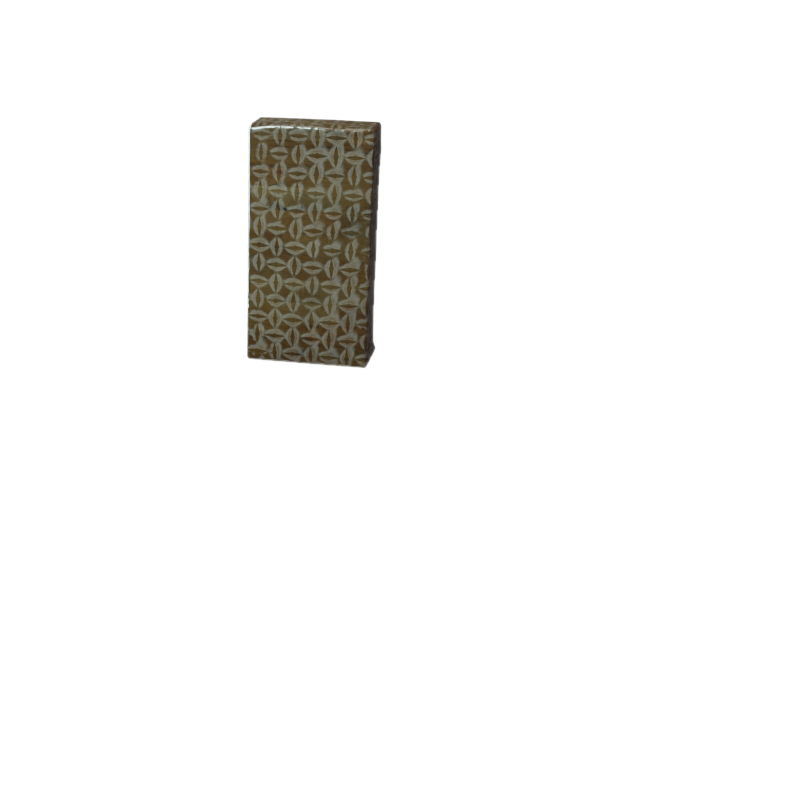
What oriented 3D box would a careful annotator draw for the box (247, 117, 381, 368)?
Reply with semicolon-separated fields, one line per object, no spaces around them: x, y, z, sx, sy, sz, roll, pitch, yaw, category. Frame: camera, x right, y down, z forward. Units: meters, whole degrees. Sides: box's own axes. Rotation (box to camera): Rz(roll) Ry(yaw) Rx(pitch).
-0.064;-0.116;0.810;0.095;0.170;0.049;4;17;9;box
